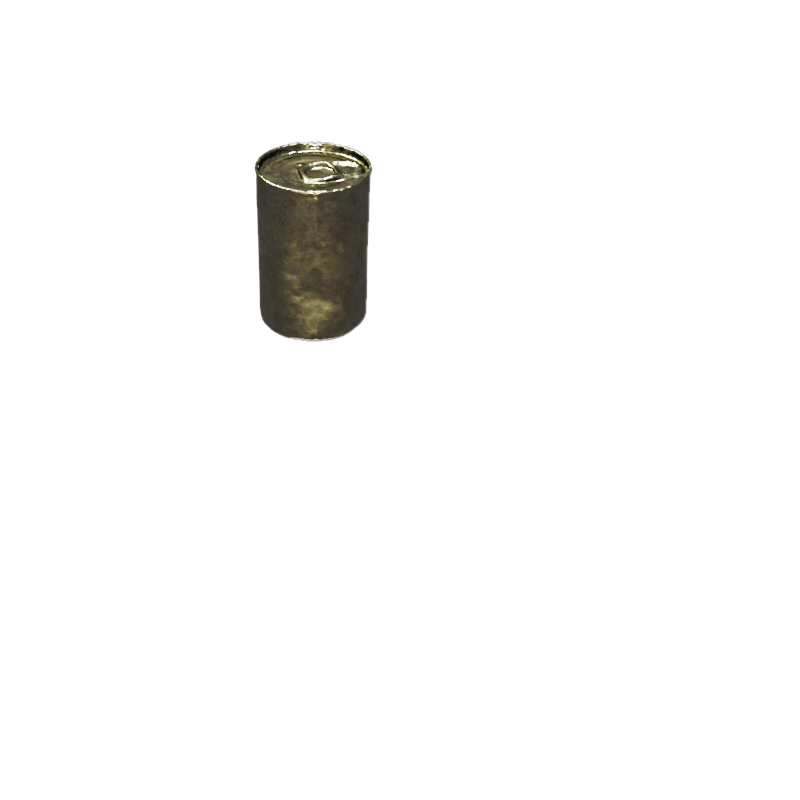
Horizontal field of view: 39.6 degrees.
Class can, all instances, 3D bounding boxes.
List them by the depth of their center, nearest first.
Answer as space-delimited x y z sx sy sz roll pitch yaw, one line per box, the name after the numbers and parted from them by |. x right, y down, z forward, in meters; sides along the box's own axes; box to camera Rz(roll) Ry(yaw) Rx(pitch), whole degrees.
-0.052 -0.095 0.666 0.068 0.096 0.073 0 33 -3 | can
